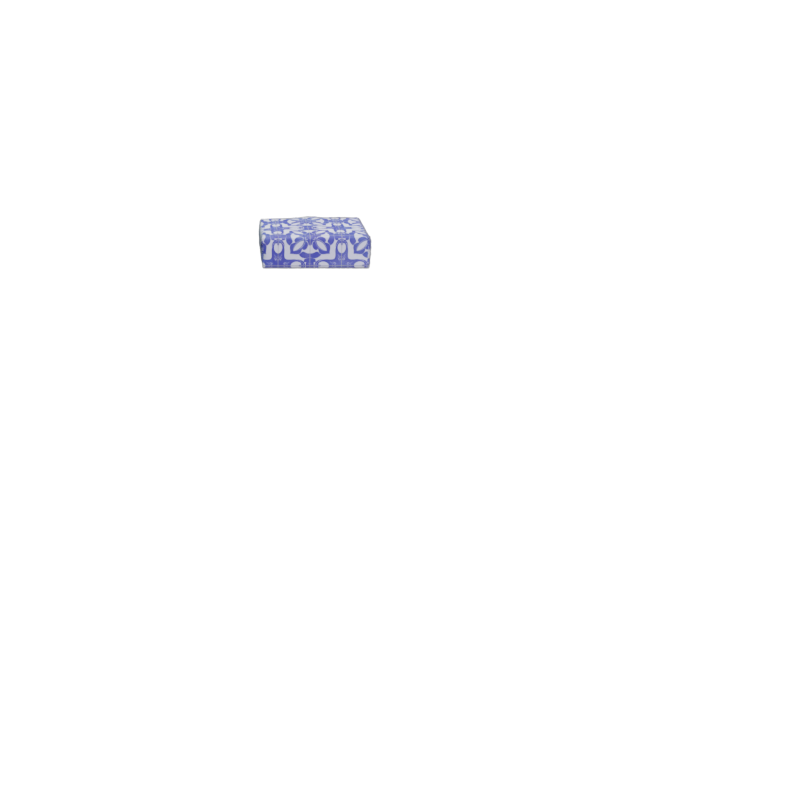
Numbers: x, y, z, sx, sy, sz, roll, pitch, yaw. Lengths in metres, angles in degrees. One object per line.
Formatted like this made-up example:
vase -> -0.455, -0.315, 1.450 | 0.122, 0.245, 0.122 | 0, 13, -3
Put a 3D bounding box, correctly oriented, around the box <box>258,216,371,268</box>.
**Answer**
box -> -0.072, -0.131, 0.919 | 0.089, 0.029, 0.076 | -2, 20, -6
